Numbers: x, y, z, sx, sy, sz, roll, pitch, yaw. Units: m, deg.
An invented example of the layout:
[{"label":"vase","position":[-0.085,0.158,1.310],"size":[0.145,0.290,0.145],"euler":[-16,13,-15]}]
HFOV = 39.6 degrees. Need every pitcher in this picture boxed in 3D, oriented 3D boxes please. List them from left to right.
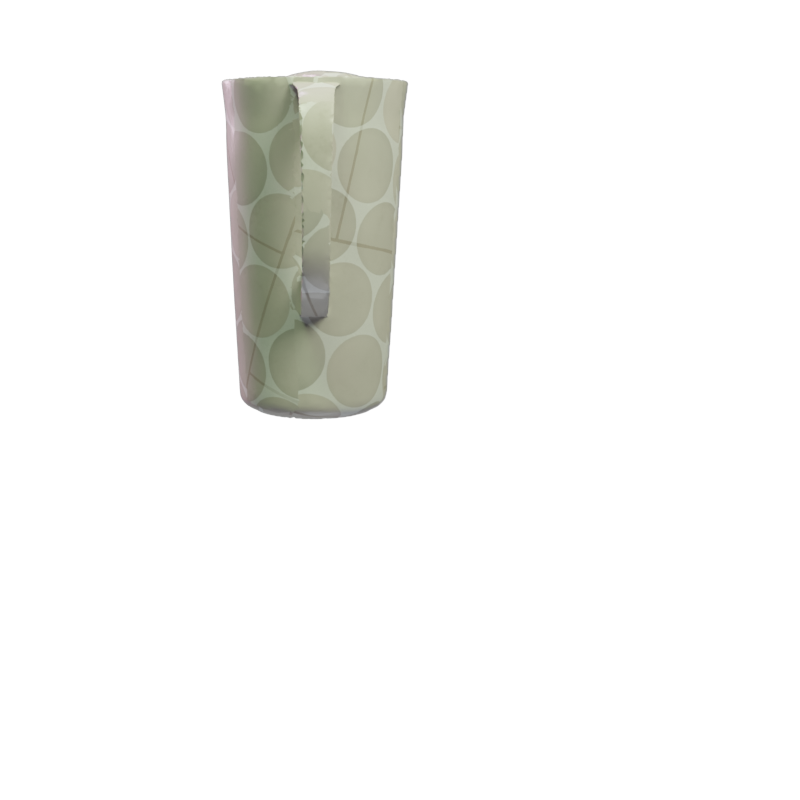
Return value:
[{"label":"pitcher","position":[-0.062,-0.113,0.793],"size":[0.151,0.240,0.145],"euler":[6,8,40]}]
